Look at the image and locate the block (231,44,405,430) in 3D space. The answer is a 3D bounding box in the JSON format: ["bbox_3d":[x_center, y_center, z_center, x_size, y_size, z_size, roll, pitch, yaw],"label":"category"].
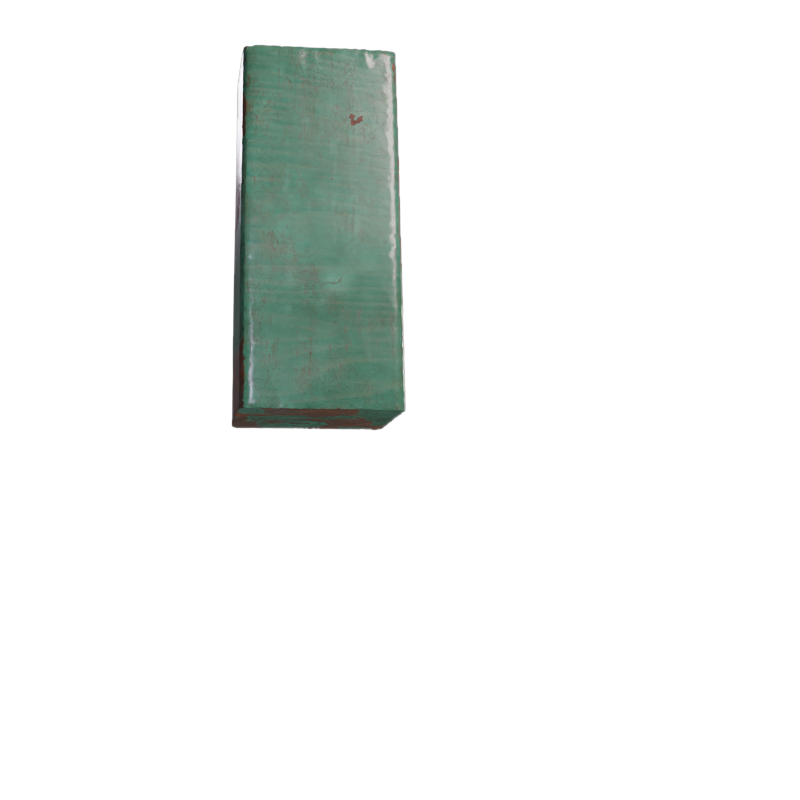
[{"bbox_3d":[-0.051,-0.092,0.644,0.090,0.214,0.088,1,-15,-8],"label":"block"}]
